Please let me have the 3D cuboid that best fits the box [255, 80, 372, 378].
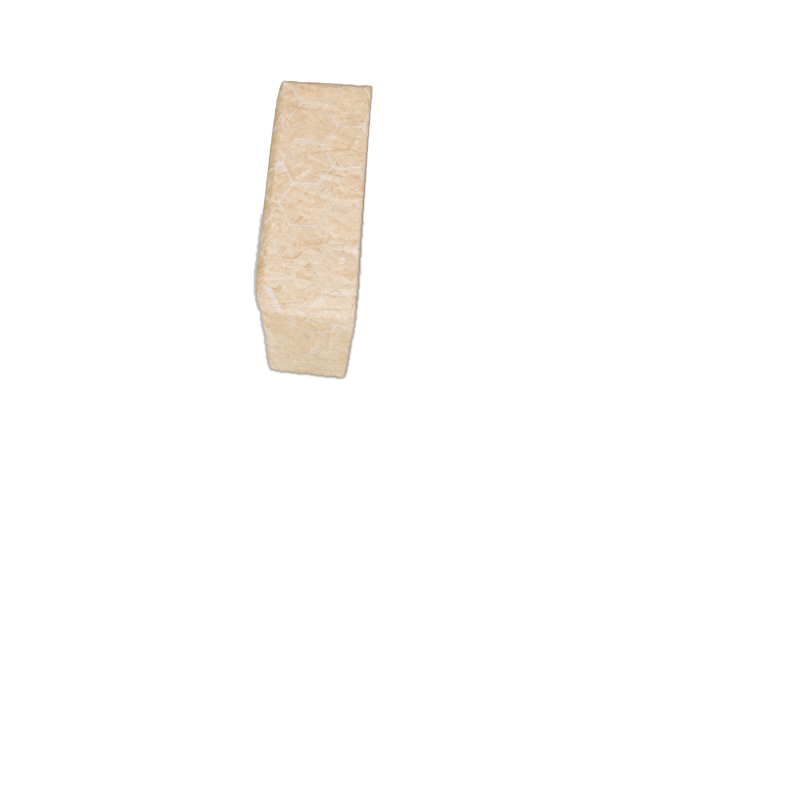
[{"bbox_3d":[-0.064,-0.117,0.820,0.072,0.170,0.207,4,-12,-3],"label":"box"}]
